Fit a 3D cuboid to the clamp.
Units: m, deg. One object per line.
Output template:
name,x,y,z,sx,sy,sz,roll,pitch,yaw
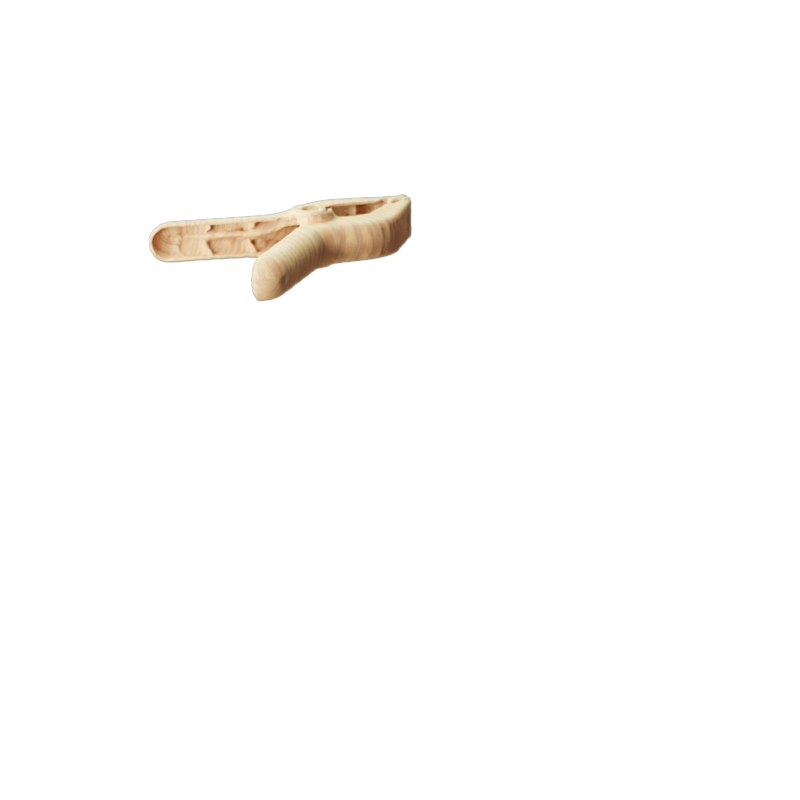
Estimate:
clamp,-0.052,-0.096,0.670,0.168,0.037,0.129,-17,32,-28
